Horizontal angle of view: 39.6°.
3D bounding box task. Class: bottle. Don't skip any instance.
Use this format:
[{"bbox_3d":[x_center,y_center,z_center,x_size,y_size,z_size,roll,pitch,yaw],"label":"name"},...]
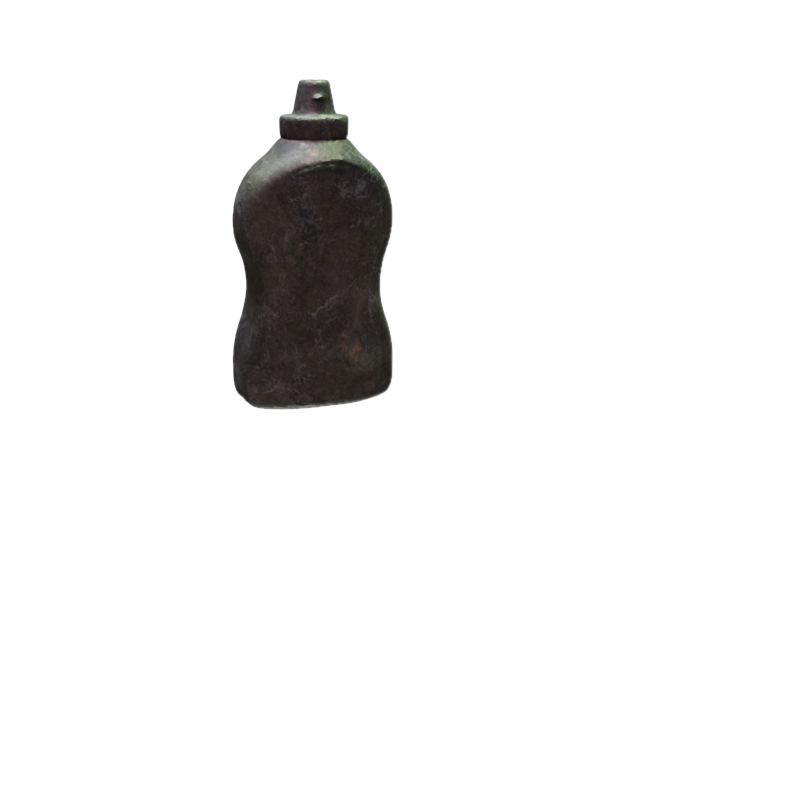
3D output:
[{"bbox_3d":[-0.052,-0.095,0.663,0.094,0.187,0.061,-4,11,-20],"label":"bottle"}]
